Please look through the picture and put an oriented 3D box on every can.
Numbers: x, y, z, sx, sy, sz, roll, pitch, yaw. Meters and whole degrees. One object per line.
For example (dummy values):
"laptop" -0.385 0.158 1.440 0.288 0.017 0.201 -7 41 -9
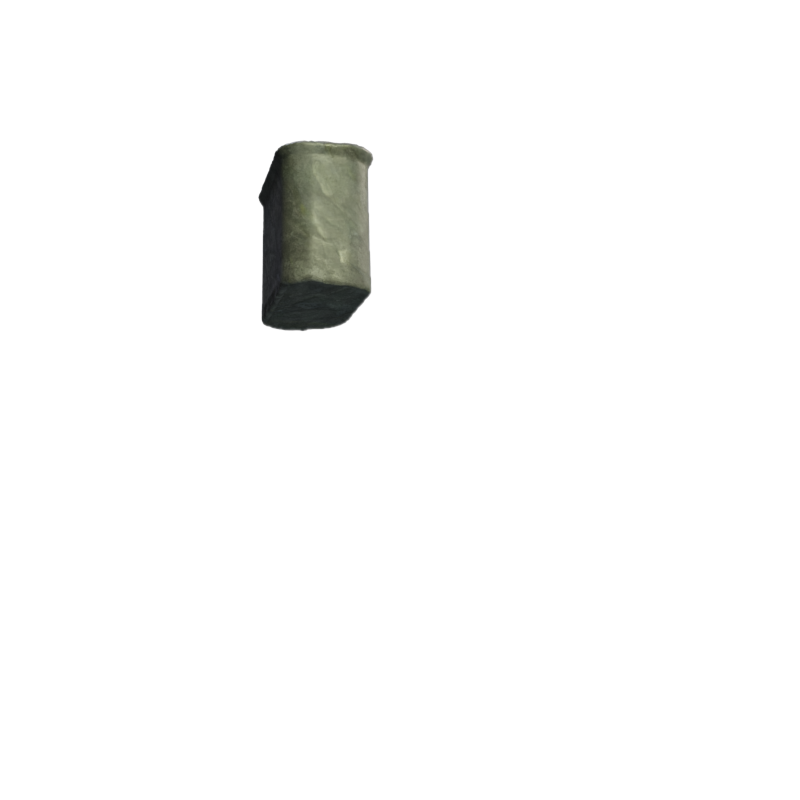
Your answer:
"can" -0.051 -0.093 0.653 0.056 0.087 0.100 3 -16 -14
